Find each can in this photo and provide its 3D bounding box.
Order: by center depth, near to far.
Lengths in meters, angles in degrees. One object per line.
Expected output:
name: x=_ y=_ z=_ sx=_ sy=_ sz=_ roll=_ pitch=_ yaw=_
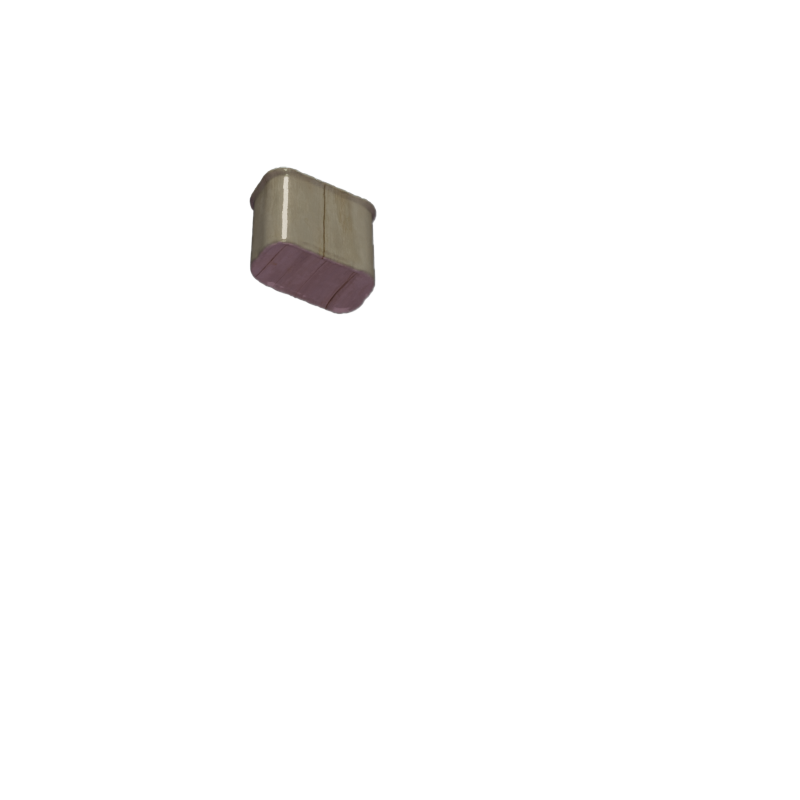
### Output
can: x=-0.068 y=-0.125 z=0.874 sx=0.098 sy=0.090 sz=0.056 roll=20 pitch=-47 yaw=-22
